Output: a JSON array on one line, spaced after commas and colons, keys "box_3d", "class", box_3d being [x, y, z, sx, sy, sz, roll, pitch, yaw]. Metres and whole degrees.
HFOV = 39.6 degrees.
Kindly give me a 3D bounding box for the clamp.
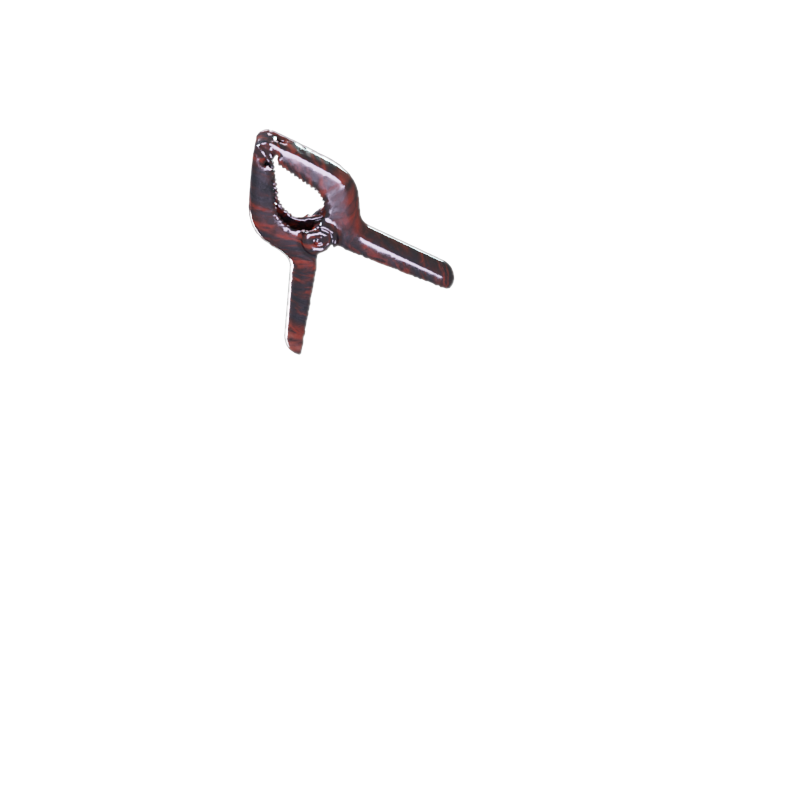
[{"box_3d": [-0.075, -0.136, 0.954, 0.164, 0.198, 0.039, -31, 27, 17], "class": "clamp"}]
